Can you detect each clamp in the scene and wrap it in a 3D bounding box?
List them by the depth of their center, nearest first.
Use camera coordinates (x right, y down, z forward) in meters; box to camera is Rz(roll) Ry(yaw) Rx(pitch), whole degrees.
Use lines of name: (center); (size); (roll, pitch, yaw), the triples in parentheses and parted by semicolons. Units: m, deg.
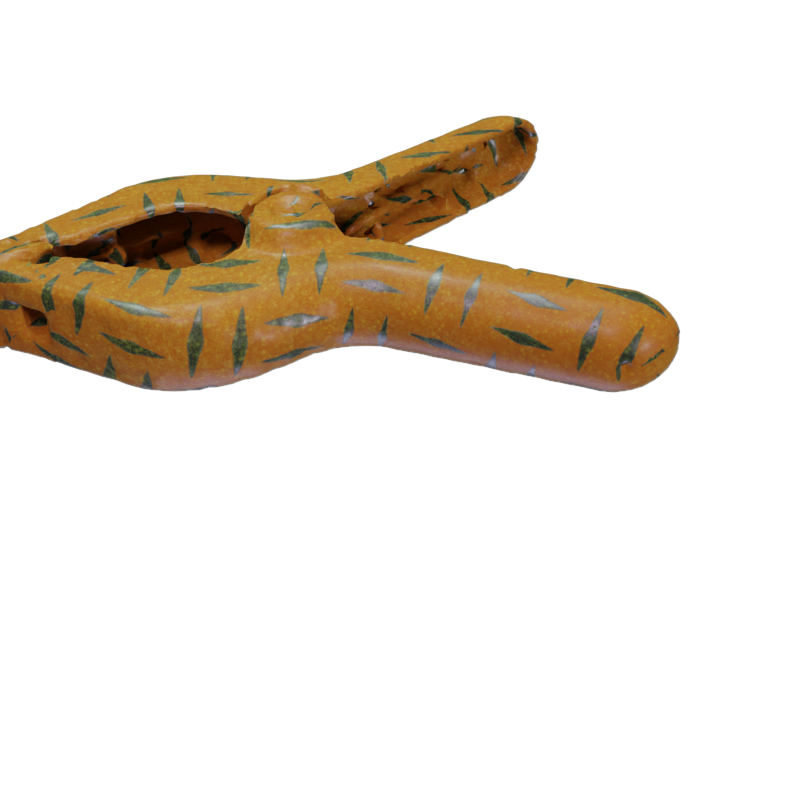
clamp: (-0.024, -0.043, 0.304); (0.171, 0.037, 0.127); (0, 31, 0)
